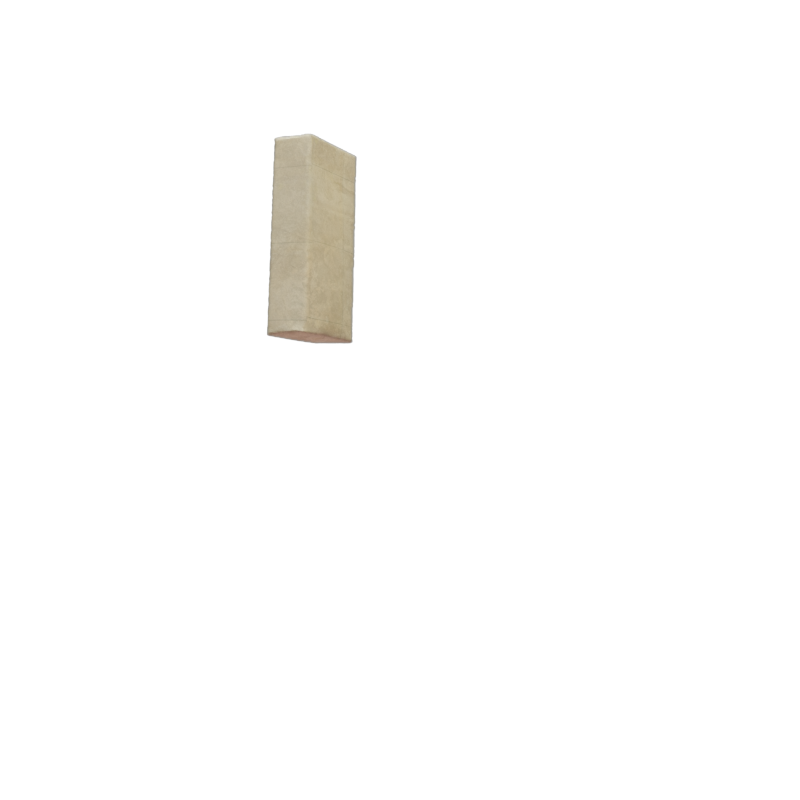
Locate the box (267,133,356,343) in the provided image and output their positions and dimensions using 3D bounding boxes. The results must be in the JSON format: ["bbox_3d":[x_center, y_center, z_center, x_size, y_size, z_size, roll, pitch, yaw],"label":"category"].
[{"bbox_3d":[-0.078,-0.142,0.994,0.049,0.181,0.089,-6,-10,25],"label":"box"}]
